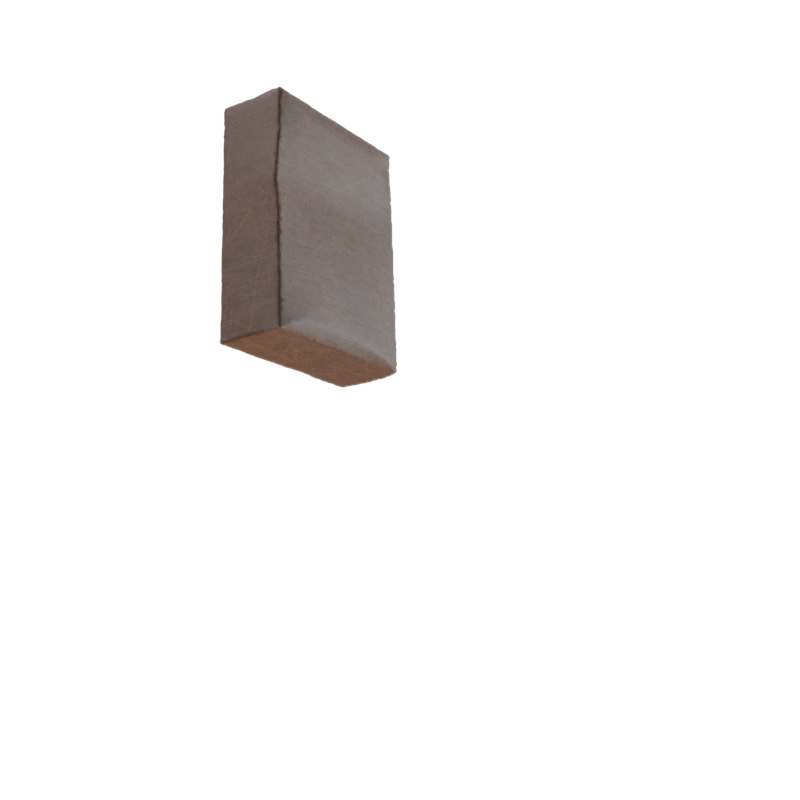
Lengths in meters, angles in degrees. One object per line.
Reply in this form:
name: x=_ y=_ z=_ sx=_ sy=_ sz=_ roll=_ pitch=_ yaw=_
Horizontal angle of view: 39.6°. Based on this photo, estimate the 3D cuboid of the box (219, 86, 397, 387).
box: x=-0.074 y=-0.134 z=0.941 sx=0.073 sy=0.225 sz=0.154 roll=-16 pitch=-25 yaw=33
